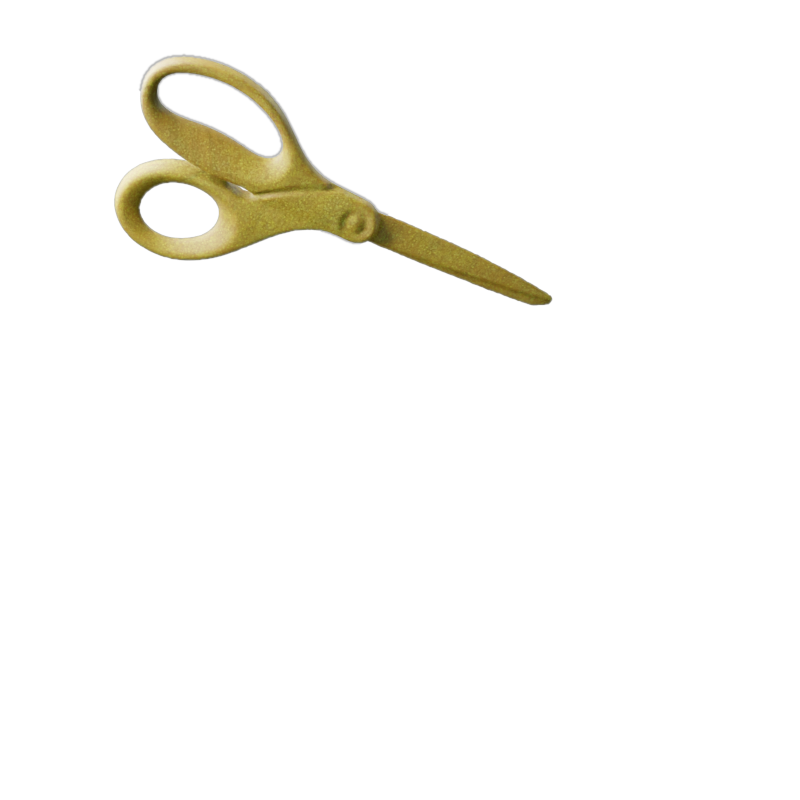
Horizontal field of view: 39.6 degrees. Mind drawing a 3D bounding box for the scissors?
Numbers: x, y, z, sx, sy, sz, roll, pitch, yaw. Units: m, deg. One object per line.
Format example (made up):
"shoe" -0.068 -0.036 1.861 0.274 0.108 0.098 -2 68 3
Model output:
"scissors" -0.038 -0.069 0.486 0.194 0.095 0.017 37 18 -15
